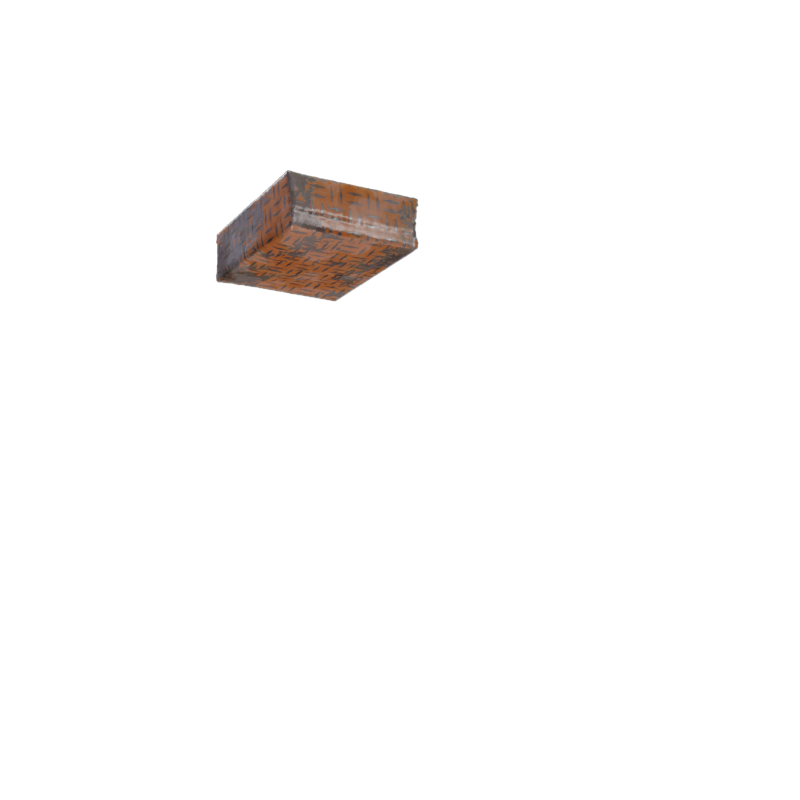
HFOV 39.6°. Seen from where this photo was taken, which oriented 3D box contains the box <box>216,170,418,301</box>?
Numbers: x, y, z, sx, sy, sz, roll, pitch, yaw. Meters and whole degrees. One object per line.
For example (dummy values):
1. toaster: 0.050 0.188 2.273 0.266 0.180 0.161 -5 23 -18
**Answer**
1. box: -0.055 -0.099 0.696 0.086 0.040 0.114 7 -15 -29
